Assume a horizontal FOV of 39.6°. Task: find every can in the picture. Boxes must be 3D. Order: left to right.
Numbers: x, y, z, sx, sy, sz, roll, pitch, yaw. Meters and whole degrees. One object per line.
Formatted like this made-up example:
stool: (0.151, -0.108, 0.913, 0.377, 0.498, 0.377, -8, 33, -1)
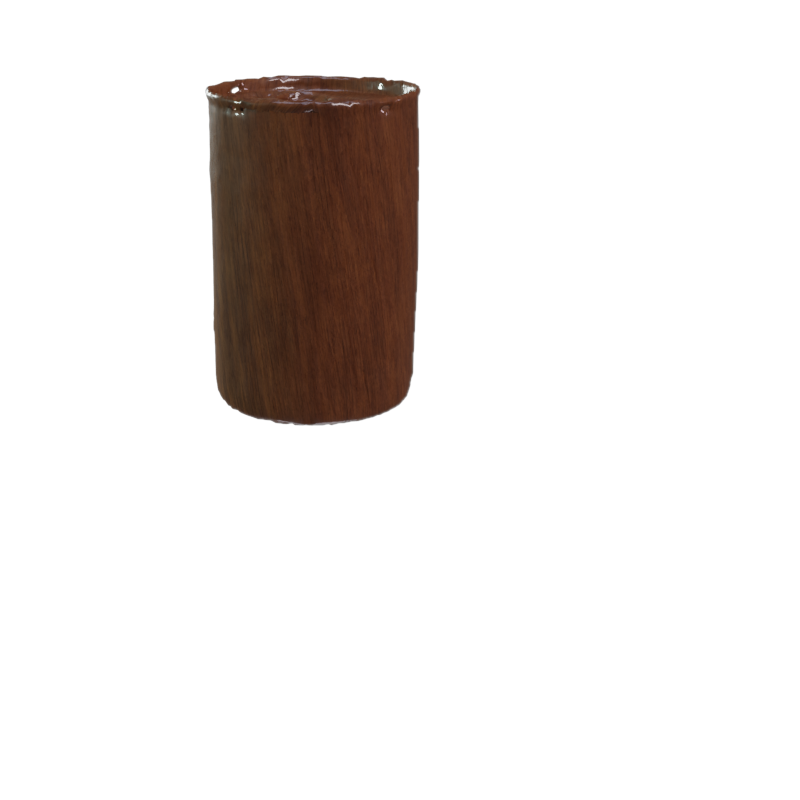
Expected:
can: (-0.028, -0.052, 0.363, 0.068, 0.098, 0.071, 0, 18, -2)
